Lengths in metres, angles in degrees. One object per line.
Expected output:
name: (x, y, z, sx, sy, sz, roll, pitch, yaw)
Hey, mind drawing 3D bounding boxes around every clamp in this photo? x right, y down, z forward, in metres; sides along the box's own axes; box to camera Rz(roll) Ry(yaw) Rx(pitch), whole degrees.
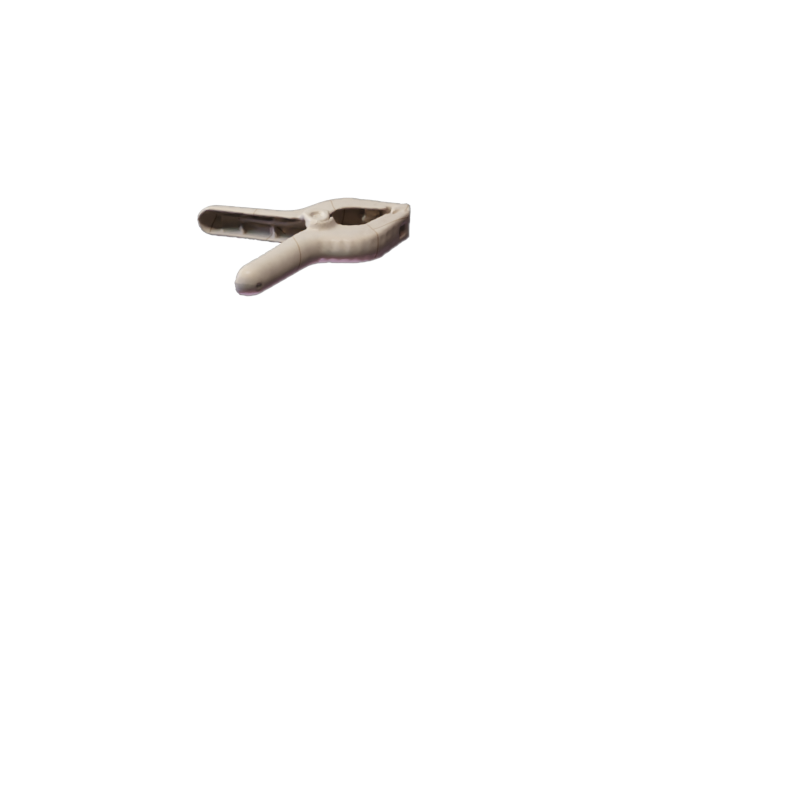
clamp: (-0.068, -0.124, 0.871, 0.170, 0.037, 0.130, -8, 41, -10)
